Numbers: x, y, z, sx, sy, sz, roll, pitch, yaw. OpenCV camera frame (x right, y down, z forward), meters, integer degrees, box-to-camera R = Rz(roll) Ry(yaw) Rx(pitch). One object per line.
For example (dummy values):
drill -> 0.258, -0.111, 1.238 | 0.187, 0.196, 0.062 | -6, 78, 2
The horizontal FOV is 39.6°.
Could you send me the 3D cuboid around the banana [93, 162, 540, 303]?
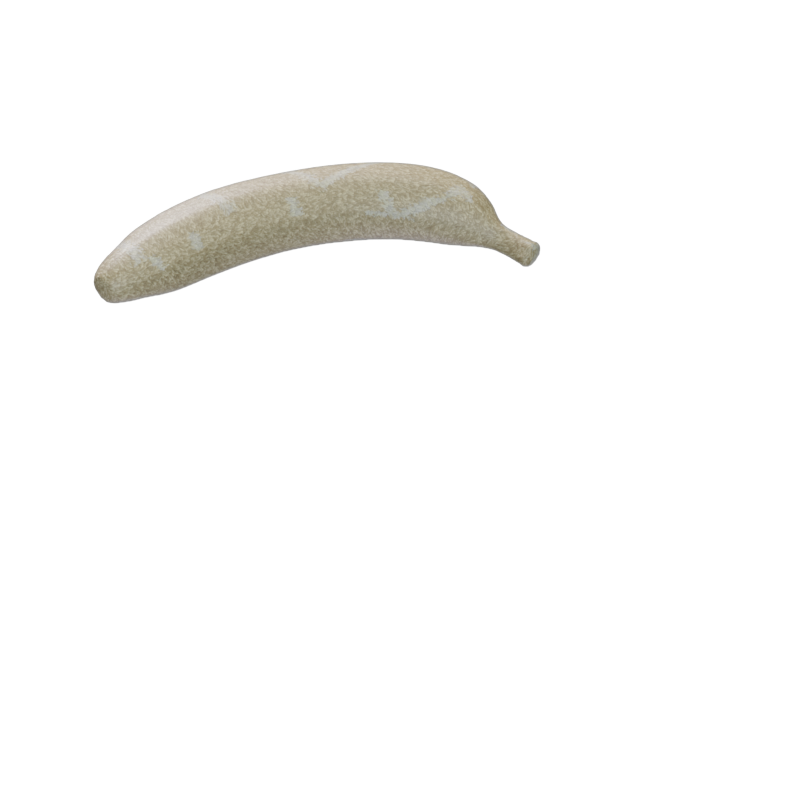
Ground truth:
banana -> -0.040, -0.080, 0.499 | 0.195, 0.035, 0.075 | -8, 33, -13
